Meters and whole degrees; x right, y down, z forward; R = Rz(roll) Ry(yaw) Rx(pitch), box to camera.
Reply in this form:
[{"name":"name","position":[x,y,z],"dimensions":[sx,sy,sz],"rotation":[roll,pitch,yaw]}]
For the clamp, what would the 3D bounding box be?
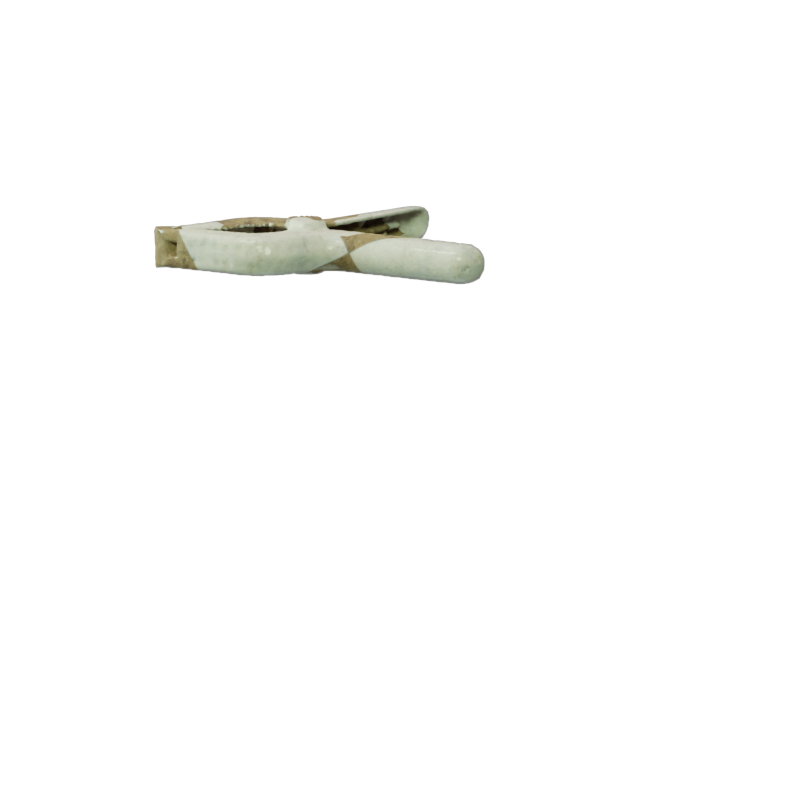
[{"name":"clamp","position":[-0.059,-0.108,0.754],"dimensions":[0.210,0.035,0.170],"rotation":[-1,18,-2]}]
